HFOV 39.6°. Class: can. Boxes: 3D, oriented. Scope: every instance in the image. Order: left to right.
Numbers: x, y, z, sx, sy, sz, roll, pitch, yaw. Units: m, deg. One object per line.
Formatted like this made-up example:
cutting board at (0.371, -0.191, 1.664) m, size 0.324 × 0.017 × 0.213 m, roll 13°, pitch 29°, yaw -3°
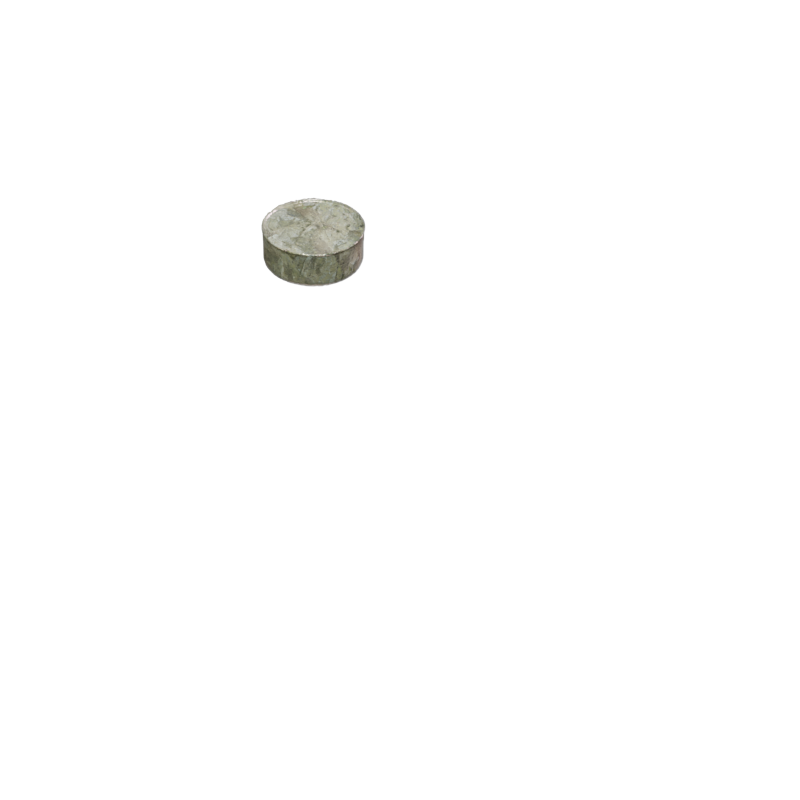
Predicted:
can at (-0.072, -0.132, 0.924) m, size 0.086 × 0.031 × 0.092 m, roll -1°, pitch 39°, yaw -2°
